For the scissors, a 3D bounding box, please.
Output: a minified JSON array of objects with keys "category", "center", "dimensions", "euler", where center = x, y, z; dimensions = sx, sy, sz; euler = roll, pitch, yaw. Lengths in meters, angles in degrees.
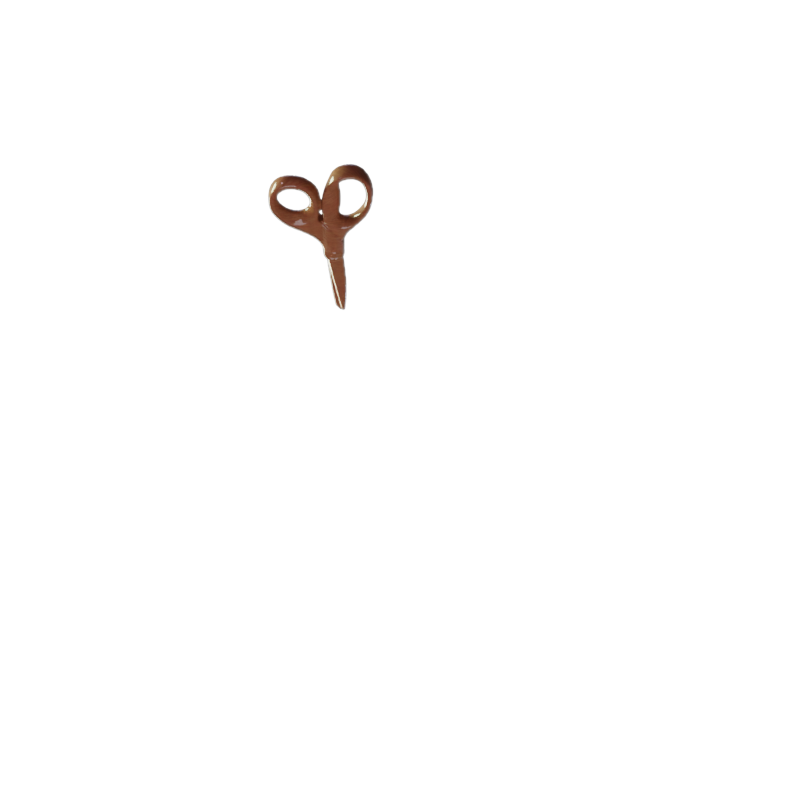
[{"category":"scissors","center":[-0.076,-0.139,0.974],"dimensions":[0.095,0.017,0.192],"euler":[7,-32,-11]}]
